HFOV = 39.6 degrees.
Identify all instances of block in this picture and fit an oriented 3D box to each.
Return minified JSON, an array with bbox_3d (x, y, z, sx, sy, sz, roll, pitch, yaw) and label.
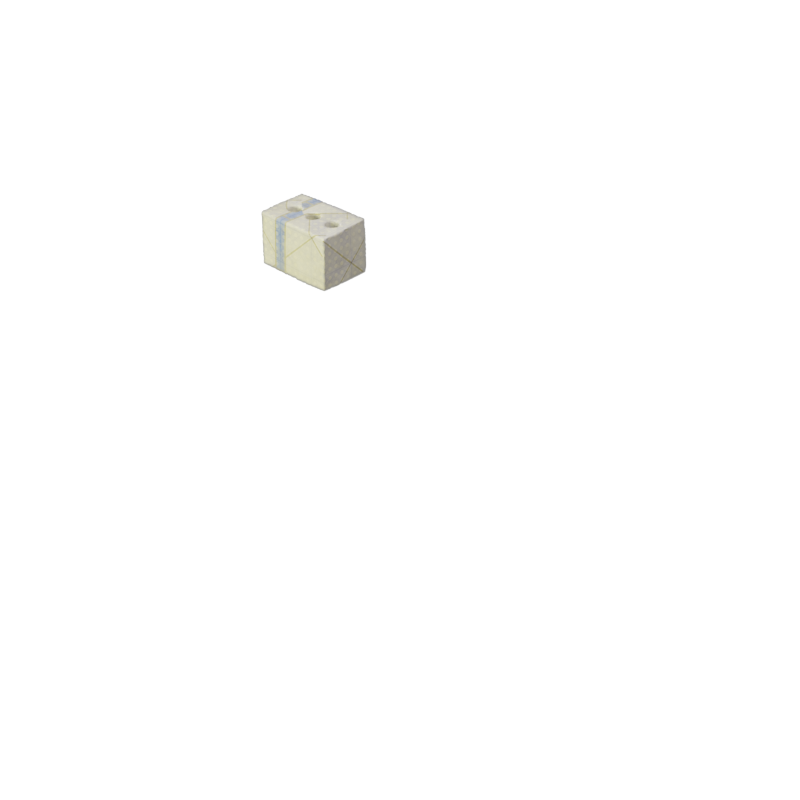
[{"bbox_3d":[-0.075,-0.136,0.956,0.083,0.048,0.053,26,39,35],"label":"block"}]
